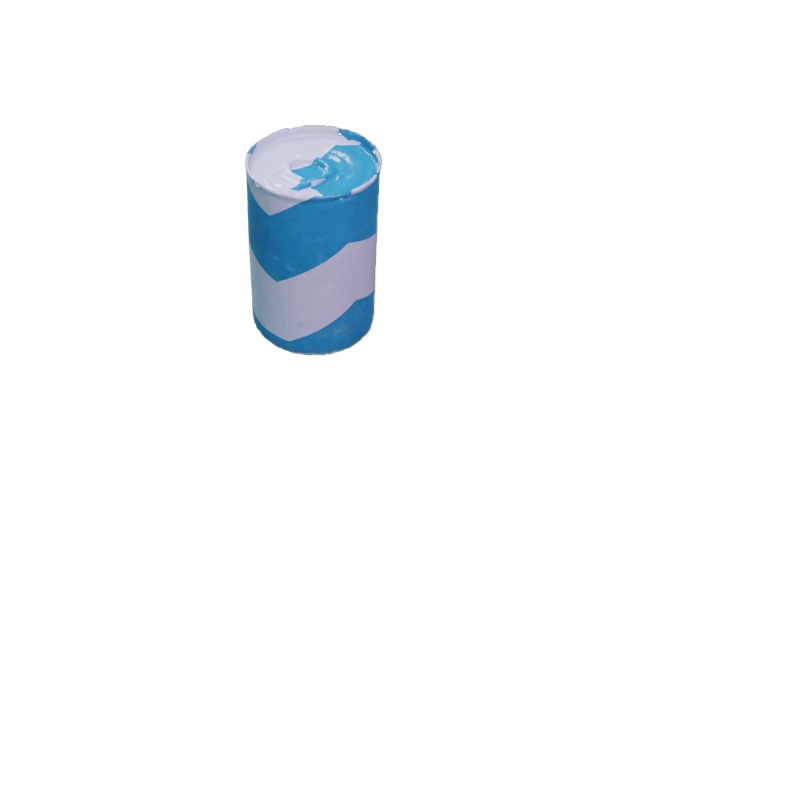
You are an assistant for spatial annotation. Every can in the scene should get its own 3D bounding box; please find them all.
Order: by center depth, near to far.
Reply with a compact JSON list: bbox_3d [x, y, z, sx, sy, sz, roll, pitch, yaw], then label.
[{"bbox_3d":[-0.045,-0.083,0.579,0.068,0.095,0.073,0,40,-3],"label":"can"}]
